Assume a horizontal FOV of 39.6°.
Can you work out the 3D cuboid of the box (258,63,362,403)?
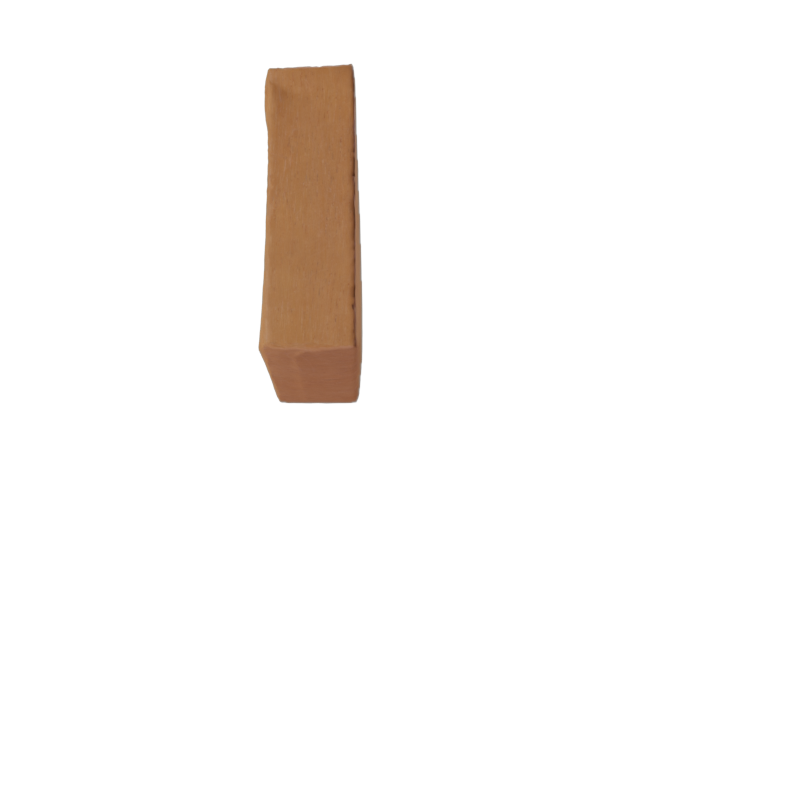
[{"bbox_3d":[-0.065,-0.119,0.833,0.072,0.224,0.157,-1,-18,-1],"label":"box"}]
